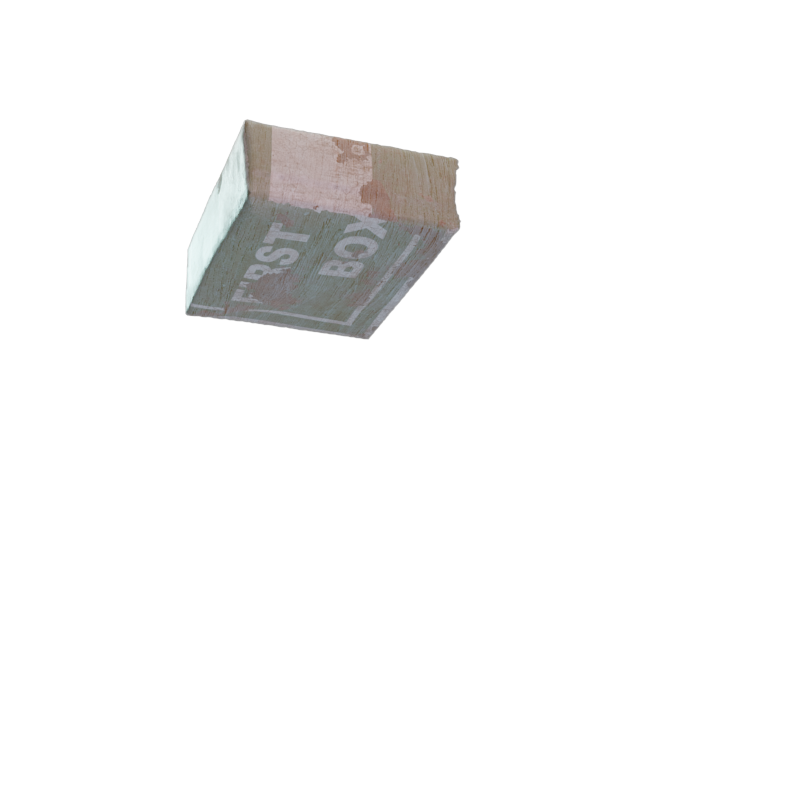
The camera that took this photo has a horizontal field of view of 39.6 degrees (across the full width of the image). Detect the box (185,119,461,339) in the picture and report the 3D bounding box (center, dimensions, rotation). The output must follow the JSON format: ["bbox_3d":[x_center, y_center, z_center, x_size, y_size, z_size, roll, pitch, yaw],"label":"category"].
[{"bbox_3d":[-0.037,-0.067,0.471,0.087,0.041,0.111,7,-23,-19],"label":"box"}]
